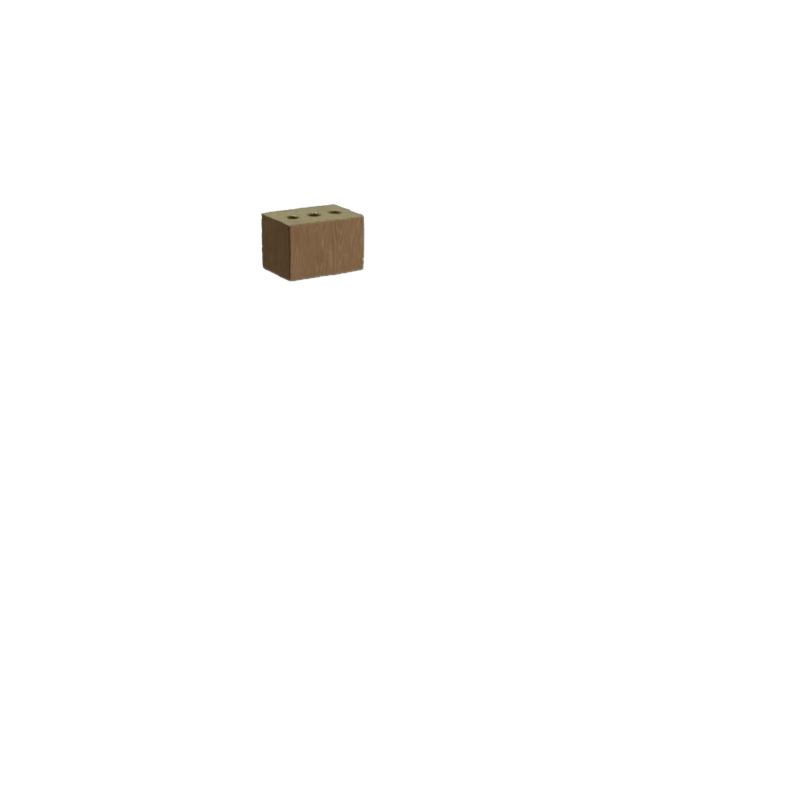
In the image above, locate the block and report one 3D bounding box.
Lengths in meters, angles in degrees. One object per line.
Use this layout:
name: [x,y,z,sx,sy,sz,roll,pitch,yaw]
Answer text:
block: [-0.076,-0.139,0.976,0.076,0.049,0.056,-12,22,-31]
